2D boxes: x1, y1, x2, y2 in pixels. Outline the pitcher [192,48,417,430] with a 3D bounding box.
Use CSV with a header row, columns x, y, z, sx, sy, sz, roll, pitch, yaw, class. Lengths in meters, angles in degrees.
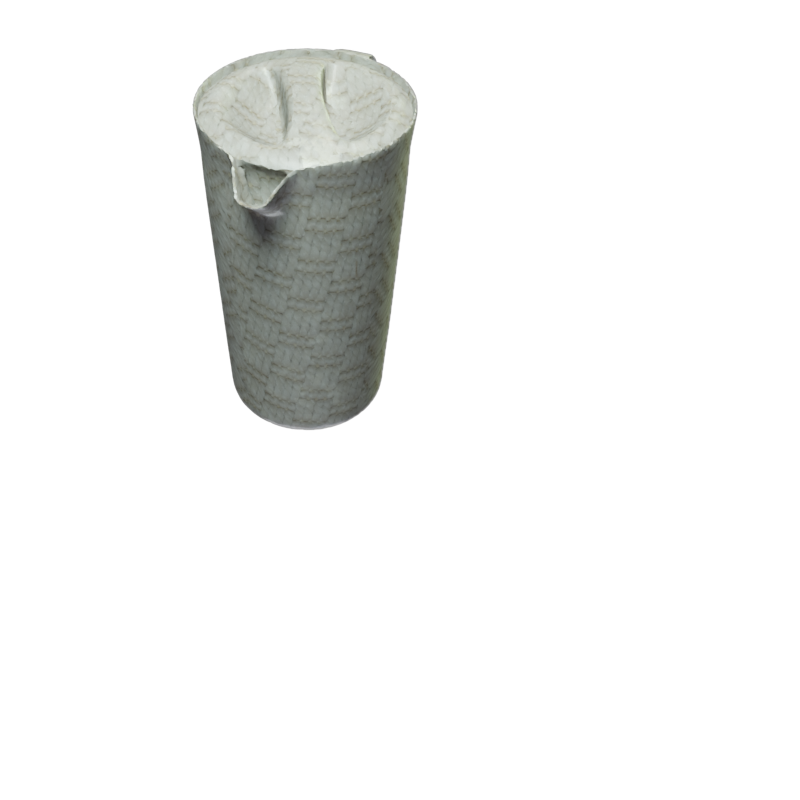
x,y,z,sx,sy,sz,roll,pitch,yaw,class
-0.058,-0.105,0.735,0.147,0.226,0.157,-17,47,-20,pitcher
